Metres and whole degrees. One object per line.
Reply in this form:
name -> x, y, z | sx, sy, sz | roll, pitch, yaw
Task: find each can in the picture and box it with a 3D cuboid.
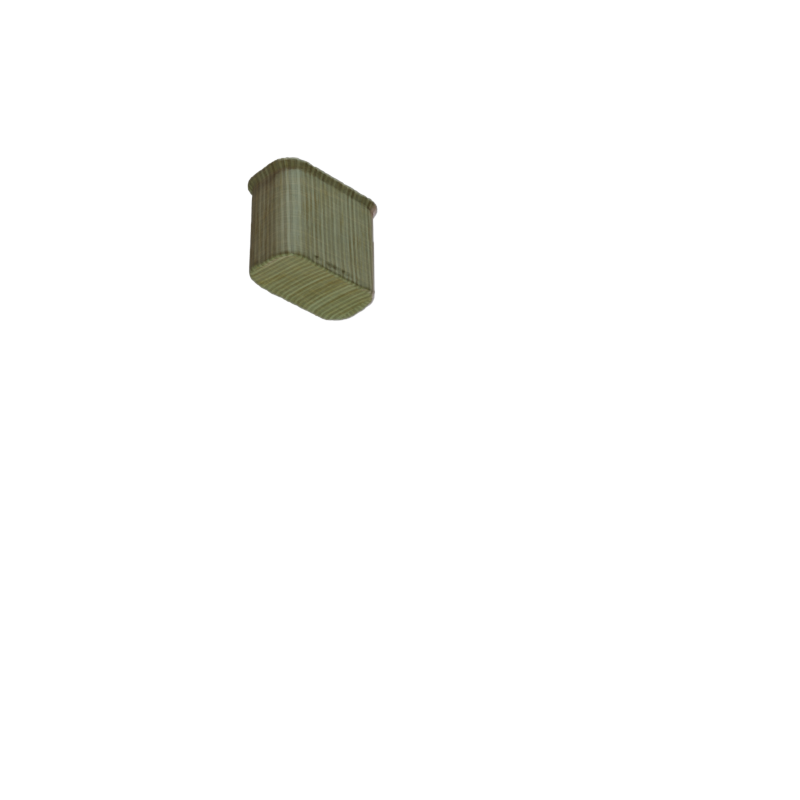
can -> -0.064, -0.116, 0.816 | 0.096, 0.089, 0.057 | 26, -41, -37
